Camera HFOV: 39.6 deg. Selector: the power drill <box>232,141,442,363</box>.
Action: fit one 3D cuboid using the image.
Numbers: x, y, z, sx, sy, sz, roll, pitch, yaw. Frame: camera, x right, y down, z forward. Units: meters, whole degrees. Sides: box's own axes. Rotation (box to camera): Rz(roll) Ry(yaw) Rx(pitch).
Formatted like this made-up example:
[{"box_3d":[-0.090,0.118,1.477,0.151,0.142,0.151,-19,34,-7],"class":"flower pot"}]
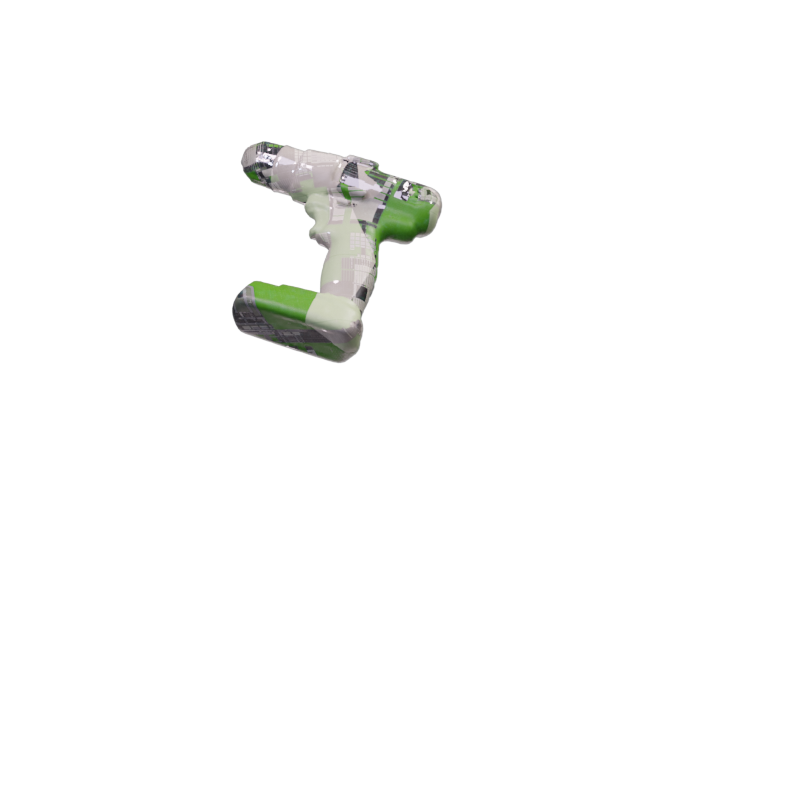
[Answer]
[{"box_3d":[-0.074,-0.134,0.942,0.188,0.196,0.054,16,-33,10],"class":"power drill"}]
